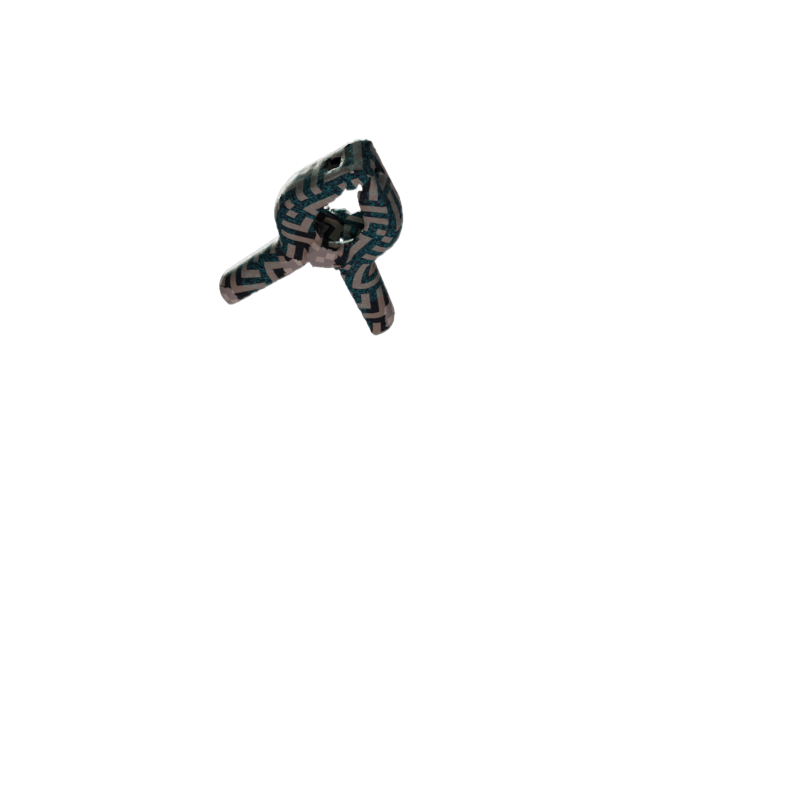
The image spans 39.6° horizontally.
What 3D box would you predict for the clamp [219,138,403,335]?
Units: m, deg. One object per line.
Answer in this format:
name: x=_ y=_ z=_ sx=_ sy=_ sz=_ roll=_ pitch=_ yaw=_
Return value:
clamp: x=-0.055 y=-0.100 z=0.703 sx=0.119 sy=0.042 sz=0.161 roll=3 pitch=-36 yaw=-5
